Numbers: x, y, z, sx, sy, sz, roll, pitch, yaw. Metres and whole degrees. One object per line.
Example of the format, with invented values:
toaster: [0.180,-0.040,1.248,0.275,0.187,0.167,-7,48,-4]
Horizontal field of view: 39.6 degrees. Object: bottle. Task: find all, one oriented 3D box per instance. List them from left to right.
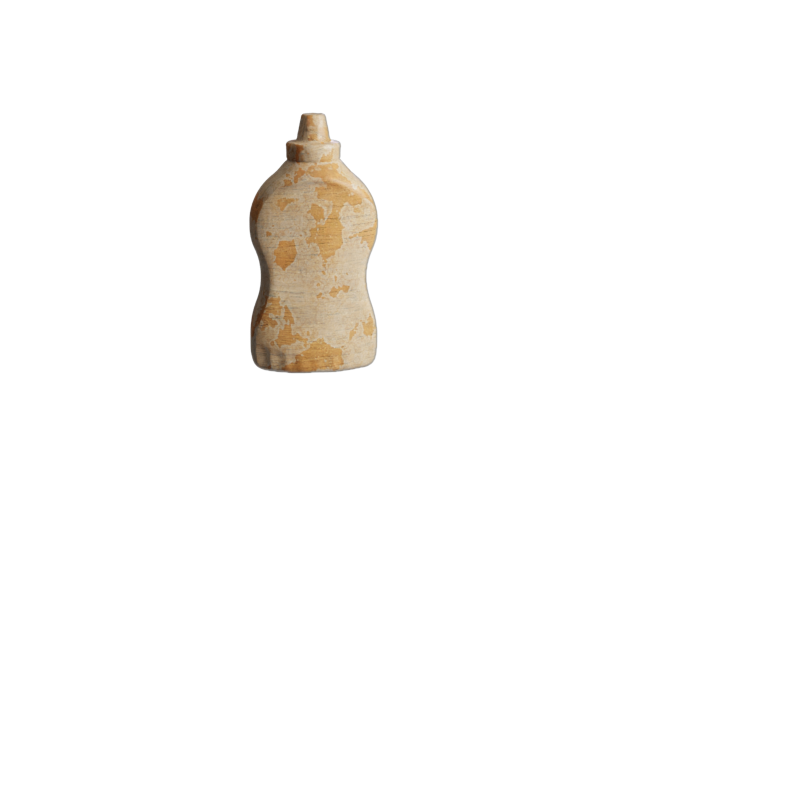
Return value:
bottle: [-0.065,-0.119,0.833,0.095,0.186,0.061,-1,13,-6]
